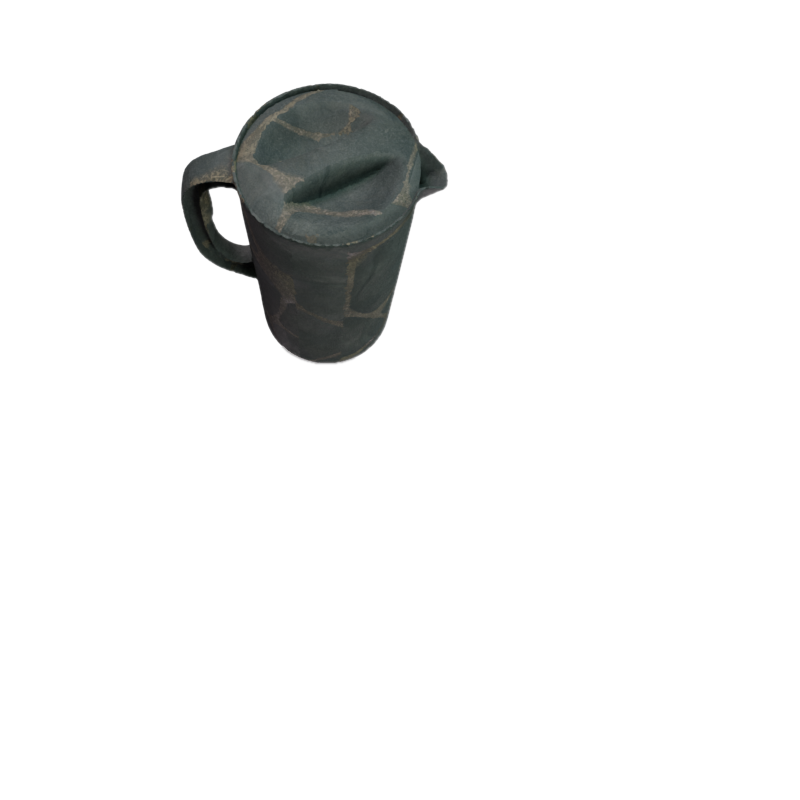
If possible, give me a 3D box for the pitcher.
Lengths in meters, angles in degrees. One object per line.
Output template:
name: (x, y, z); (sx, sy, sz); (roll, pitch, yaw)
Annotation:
pitcher: (-0.067, -0.122, 0.858); (0.147, 0.156, 0.230); (-43, -16, -19)
